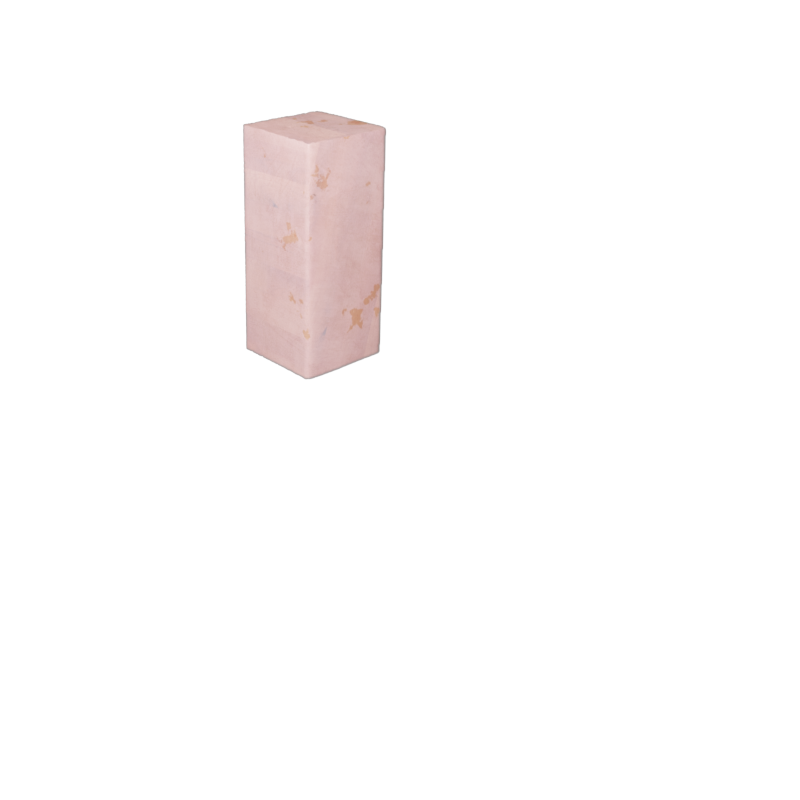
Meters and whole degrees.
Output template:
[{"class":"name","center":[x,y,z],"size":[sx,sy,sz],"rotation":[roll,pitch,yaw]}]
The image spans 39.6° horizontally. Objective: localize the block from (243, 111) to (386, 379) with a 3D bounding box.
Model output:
[{"class":"block","center":[-0.075,-0.138,0.963],"size":[0.089,0.197,0.096],"rotation":[-17,27,-40]}]
